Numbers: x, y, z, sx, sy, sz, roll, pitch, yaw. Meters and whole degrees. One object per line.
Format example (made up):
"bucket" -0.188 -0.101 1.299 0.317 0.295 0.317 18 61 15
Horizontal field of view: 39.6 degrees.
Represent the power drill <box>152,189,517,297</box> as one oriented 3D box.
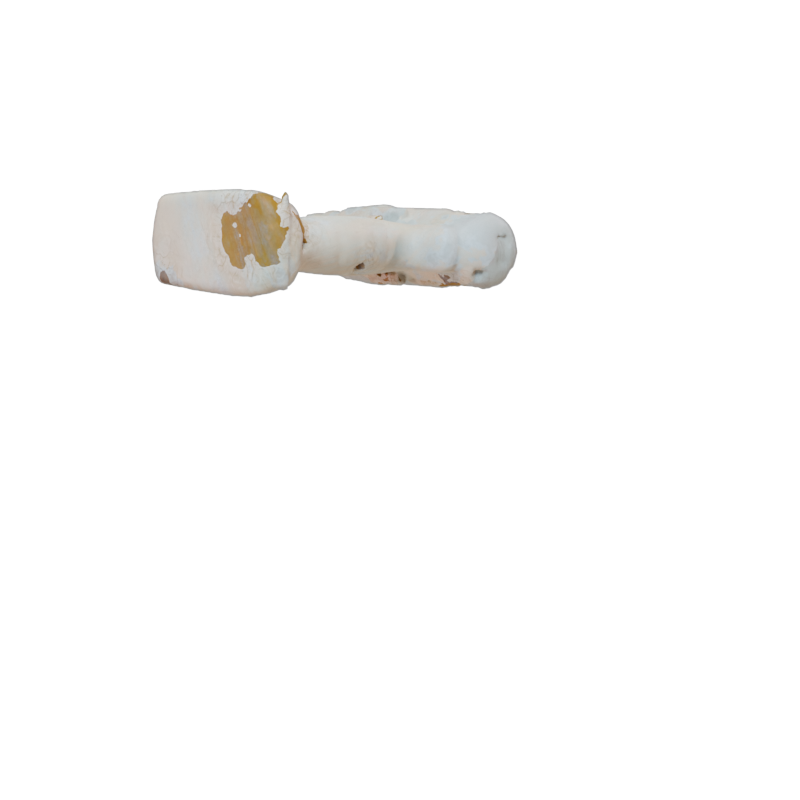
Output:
"power drill" -0.053 -0.096 0.672 0.181 0.057 0.193 -7 11 -43
